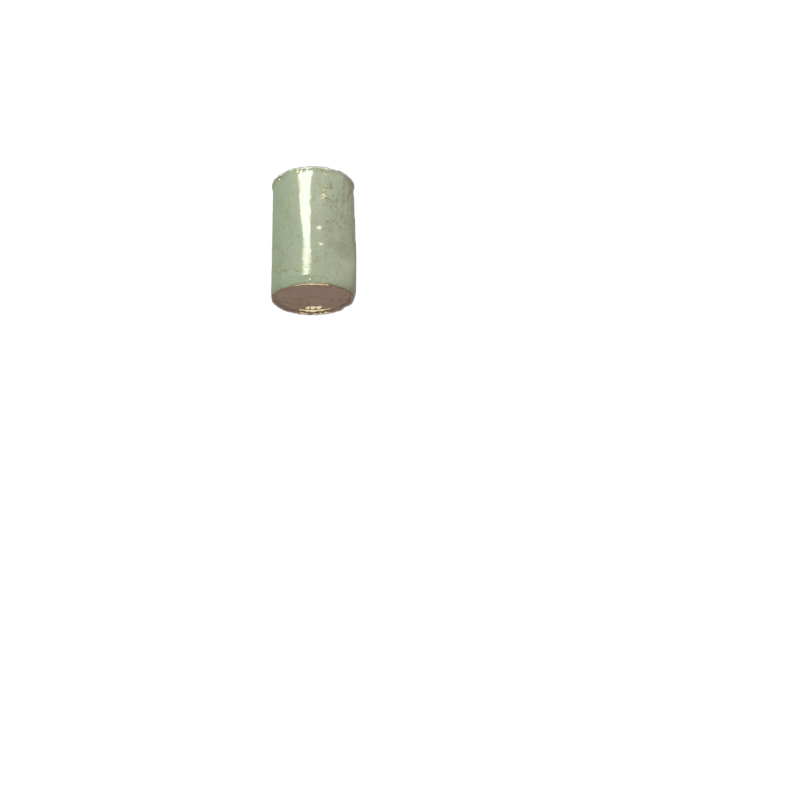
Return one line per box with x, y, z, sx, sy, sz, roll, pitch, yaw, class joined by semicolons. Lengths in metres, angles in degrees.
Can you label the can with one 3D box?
-0.070;-0.127;0.891;0.068;0.108;0.065;0;-22;-2;can
